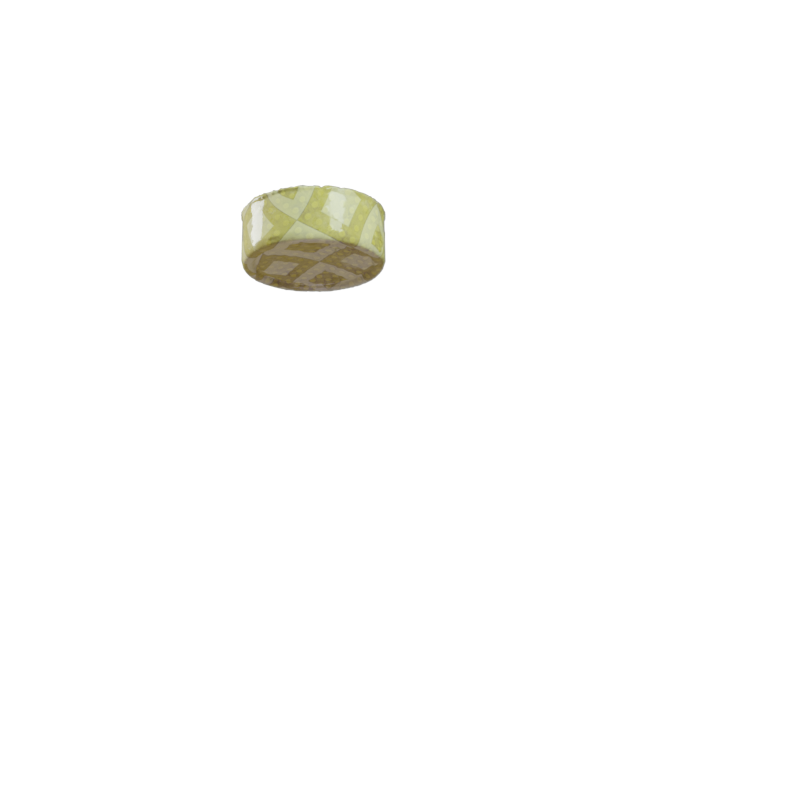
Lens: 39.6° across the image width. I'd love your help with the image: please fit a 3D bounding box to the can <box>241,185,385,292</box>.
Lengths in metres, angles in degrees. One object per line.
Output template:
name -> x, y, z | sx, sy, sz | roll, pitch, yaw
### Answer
can -> -0.051, -0.093, 0.653 | 0.086, 0.035, 0.082 | 0, -17, -2
